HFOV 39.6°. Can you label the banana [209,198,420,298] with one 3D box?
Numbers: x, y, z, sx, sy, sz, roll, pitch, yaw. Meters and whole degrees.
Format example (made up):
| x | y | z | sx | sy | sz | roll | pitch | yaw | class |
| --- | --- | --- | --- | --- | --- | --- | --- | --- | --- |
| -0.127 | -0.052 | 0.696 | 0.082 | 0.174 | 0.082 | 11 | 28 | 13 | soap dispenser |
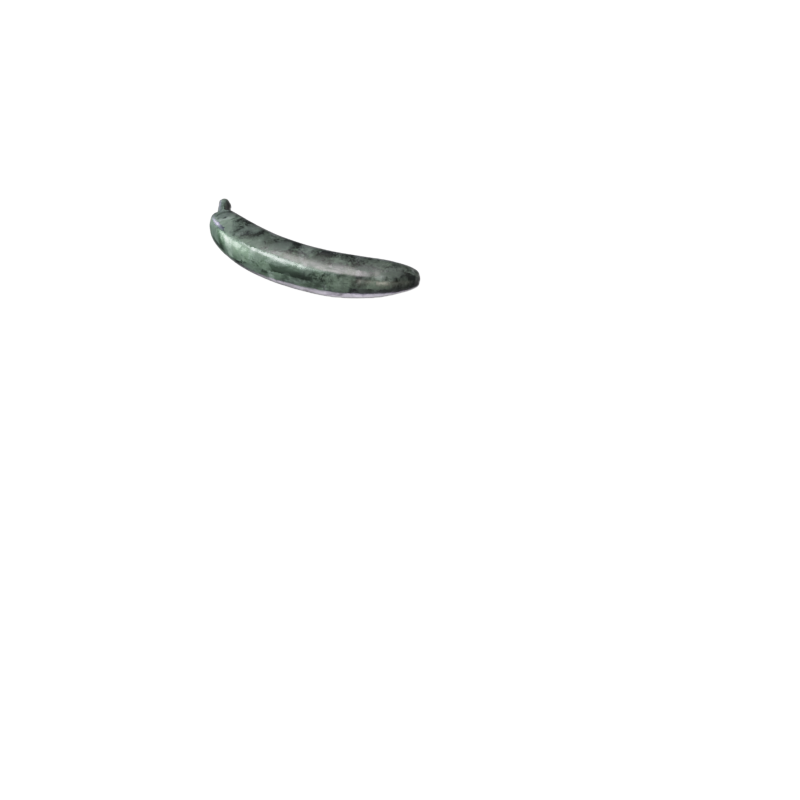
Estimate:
| x | y | z | sx | sy | sz | roll | pitch | yaw | class |
| --- | --- | --- | --- | --- | --- | --- | --- | --- | --- |
| -0.084 | -0.120 | 0.904 | 0.207 | 0.034 | 0.071 | 24 | 51 | 21 | banana |
